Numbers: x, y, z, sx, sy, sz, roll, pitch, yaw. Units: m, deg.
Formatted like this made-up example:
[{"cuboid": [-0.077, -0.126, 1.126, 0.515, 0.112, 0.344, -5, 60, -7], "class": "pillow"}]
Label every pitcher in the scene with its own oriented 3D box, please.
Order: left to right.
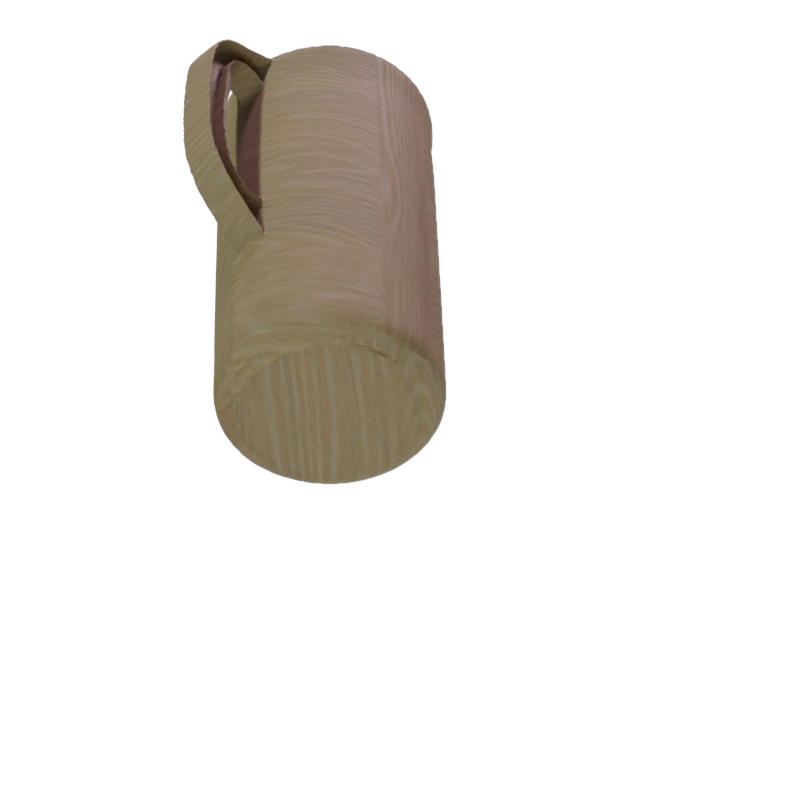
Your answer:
[{"cuboid": [-0.047, -0.085, 0.595, 0.148, 0.136, 0.261, 3, 41, -6], "class": "pitcher"}]
